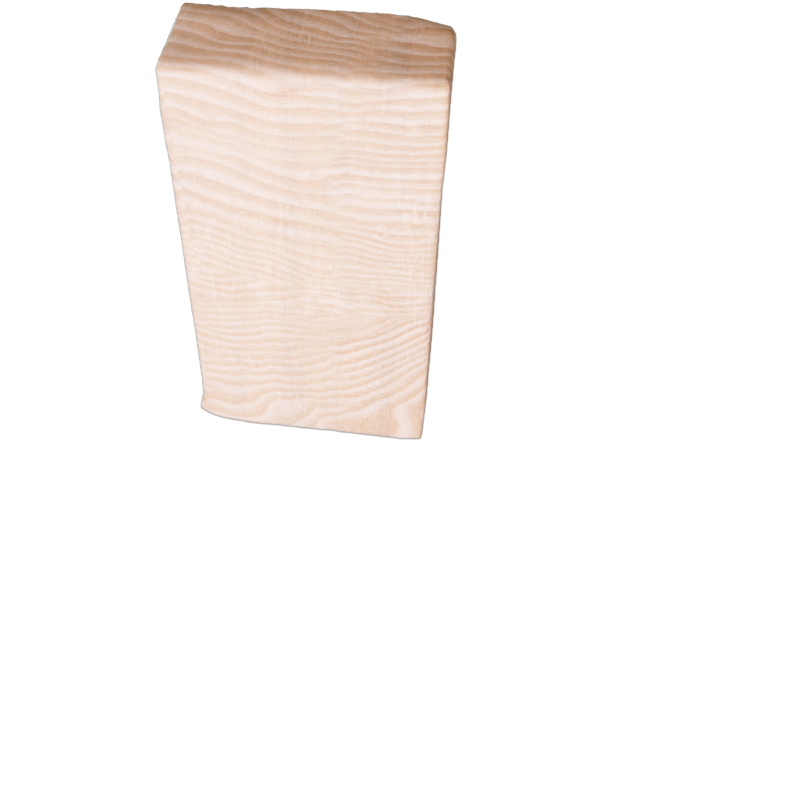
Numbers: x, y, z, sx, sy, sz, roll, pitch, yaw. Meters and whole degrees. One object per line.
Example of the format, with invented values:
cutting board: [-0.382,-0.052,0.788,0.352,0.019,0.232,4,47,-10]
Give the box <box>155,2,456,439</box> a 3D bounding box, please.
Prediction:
box: [-0.032,-0.058,0.406,0.094,0.051,0.164,7,-44,4]
